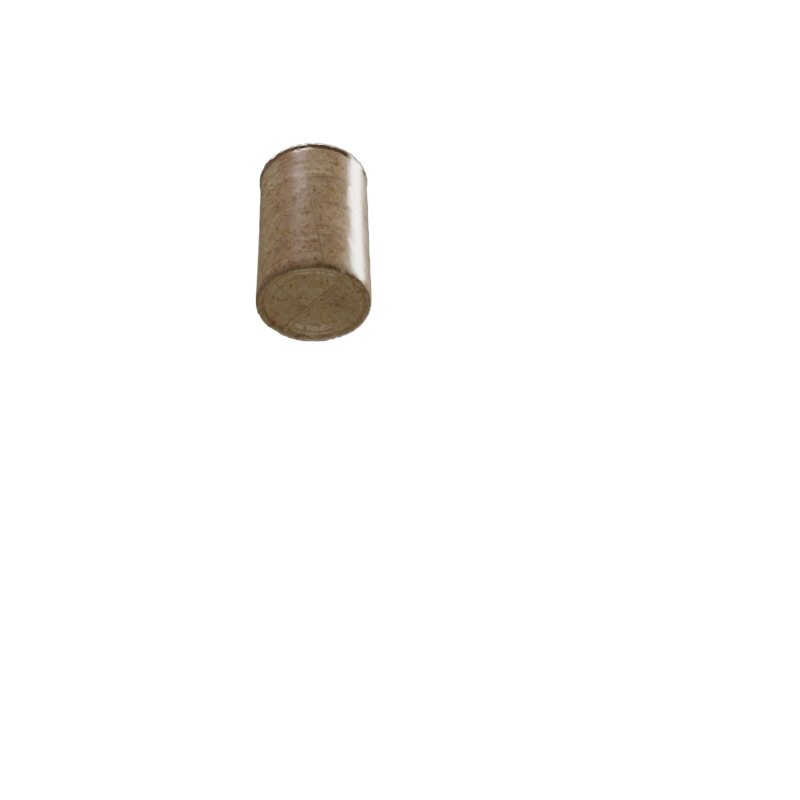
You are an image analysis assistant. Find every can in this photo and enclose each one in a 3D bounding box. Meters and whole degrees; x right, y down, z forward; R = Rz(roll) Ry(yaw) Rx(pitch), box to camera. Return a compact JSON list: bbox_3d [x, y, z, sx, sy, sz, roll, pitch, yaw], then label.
[{"bbox_3d":[-0.052,-0.094,0.662,0.068,0.110,0.064,-1,-40,-3],"label":"can"}]
